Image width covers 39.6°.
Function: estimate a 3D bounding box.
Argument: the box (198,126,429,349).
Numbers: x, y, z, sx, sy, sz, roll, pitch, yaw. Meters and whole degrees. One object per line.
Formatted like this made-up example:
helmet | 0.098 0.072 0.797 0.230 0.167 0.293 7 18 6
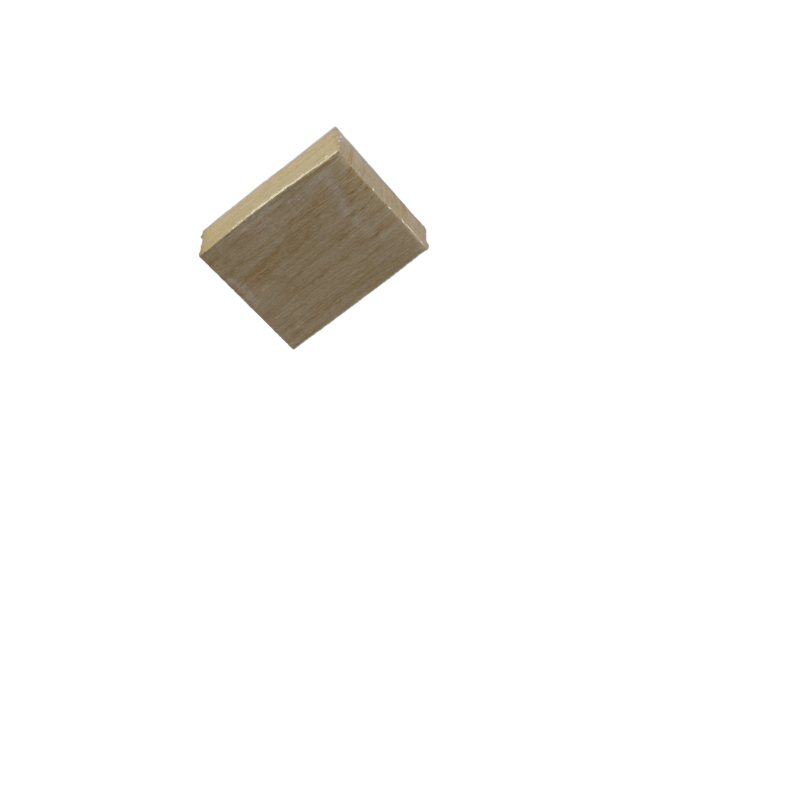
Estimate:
box | -0.053 -0.097 0.682 0.113 0.085 0.041 -35 25 18
